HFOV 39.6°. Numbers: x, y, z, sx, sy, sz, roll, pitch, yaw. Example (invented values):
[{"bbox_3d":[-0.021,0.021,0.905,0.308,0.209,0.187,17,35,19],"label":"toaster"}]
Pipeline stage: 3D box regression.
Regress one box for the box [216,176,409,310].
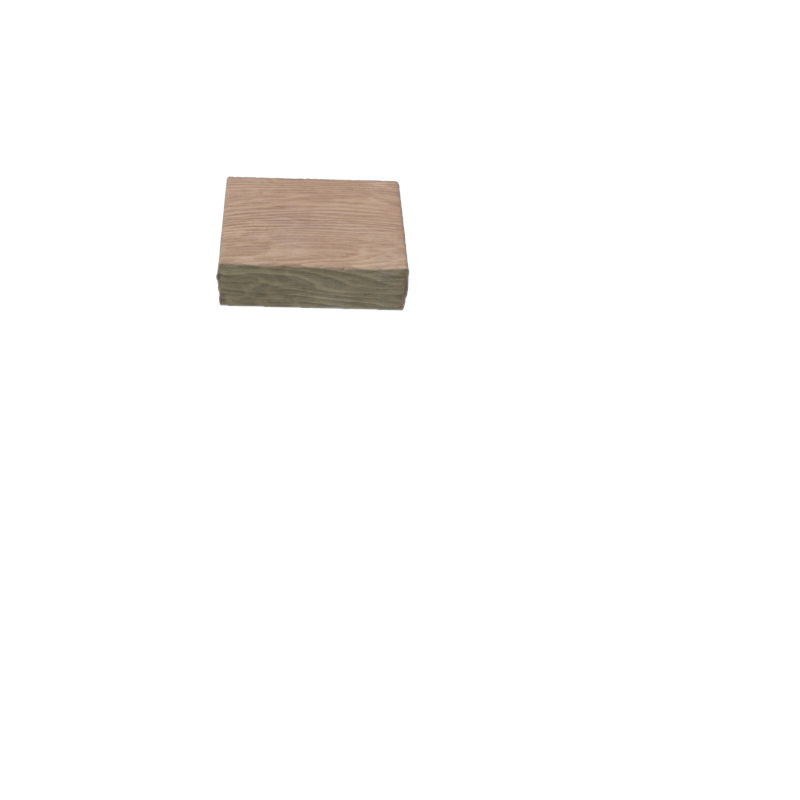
[{"bbox_3d":[-0.053,-0.097,0.679,0.113,0.036,0.096,-1,41,-2],"label":"box"}]
